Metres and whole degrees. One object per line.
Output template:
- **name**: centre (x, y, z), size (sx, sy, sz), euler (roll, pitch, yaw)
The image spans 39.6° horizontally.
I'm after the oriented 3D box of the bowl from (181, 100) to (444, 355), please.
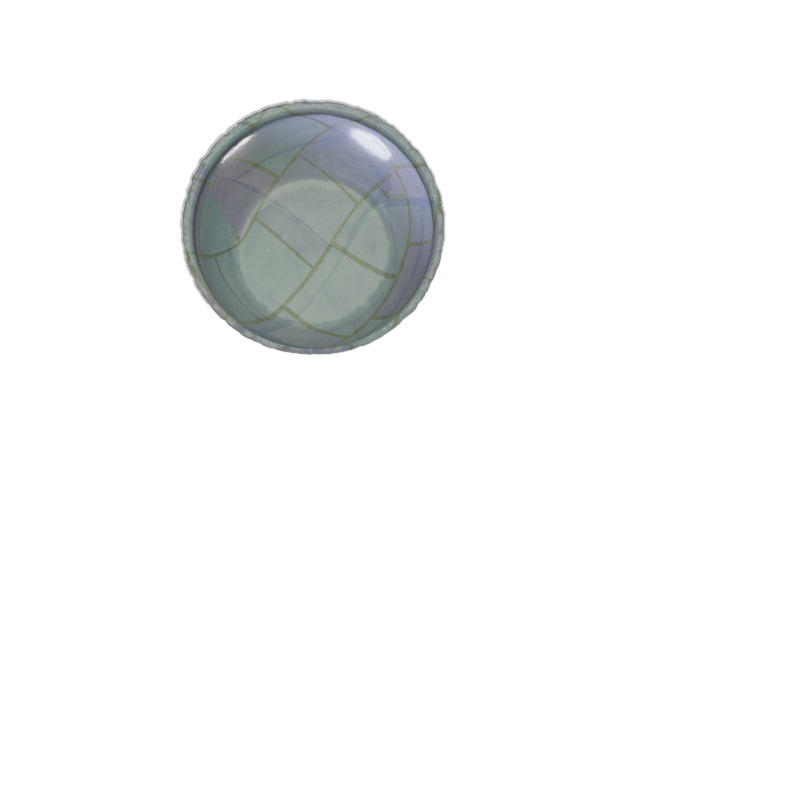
- **bowl**: centre (-0.051, -0.094, 0.657), size (0.162, 0.156, 0.057), euler (0, 16, -1)
